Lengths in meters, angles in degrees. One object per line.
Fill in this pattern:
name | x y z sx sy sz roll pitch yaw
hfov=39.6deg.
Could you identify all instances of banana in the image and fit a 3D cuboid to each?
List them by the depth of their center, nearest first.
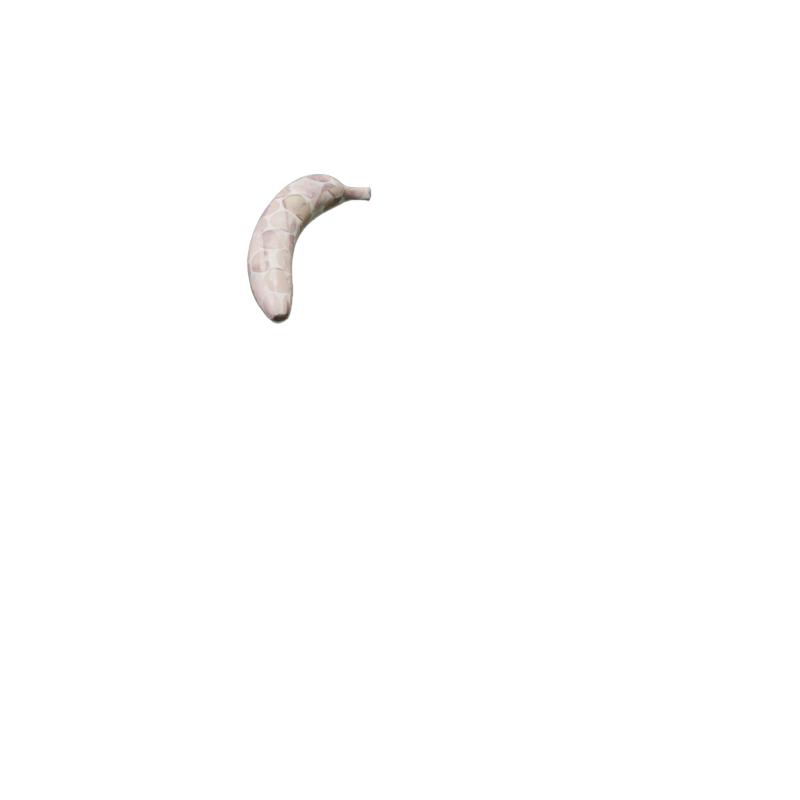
banana | -0.088 -0.139 0.928 0.072 0.034 0.206 14 44 14
